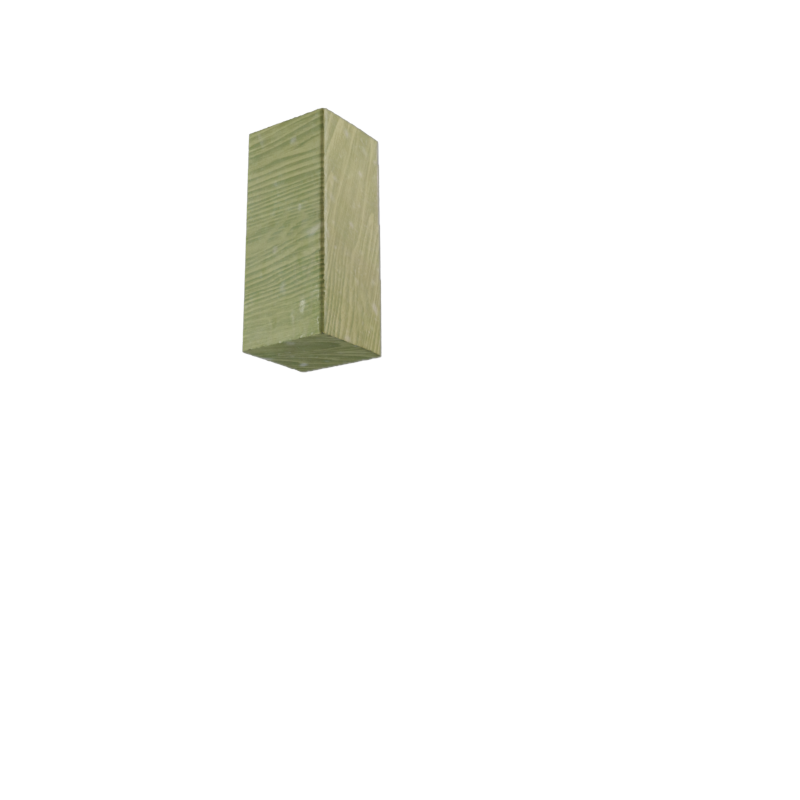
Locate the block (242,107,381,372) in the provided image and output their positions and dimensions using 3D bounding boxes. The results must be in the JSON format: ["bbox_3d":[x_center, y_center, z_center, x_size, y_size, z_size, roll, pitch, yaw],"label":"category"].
[{"bbox_3d":[-0.076,-0.140,0.982,0.092,0.216,0.084,-14,-24,32],"label":"block"}]
